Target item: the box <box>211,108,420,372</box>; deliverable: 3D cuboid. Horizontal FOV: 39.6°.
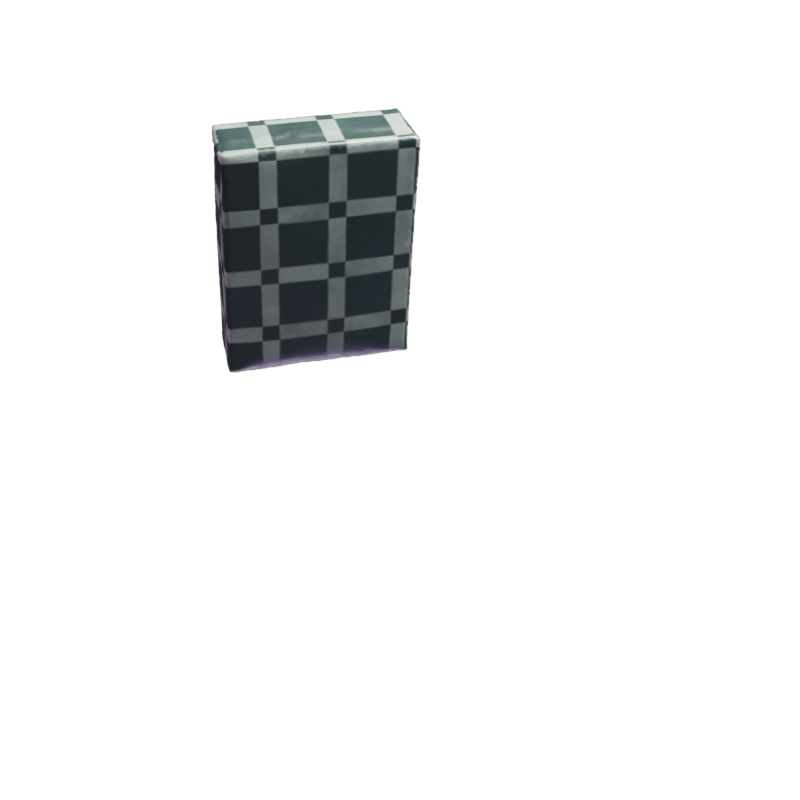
[{"bbox_3d":[-0.074,-0.136,0.951,0.162,0.200,0.077,-7,34,-12],"label":"box"}]
